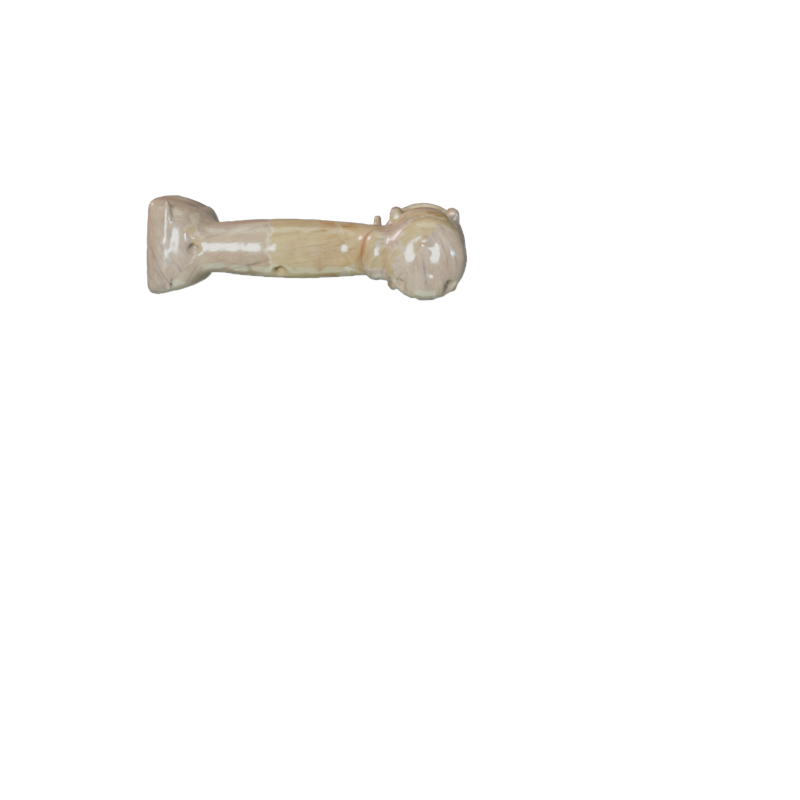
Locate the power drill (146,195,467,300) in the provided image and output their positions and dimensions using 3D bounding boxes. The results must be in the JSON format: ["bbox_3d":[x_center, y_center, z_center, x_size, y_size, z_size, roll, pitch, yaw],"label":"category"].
[{"bbox_3d":[-0.054,-0.098,0.684,0.188,0.056,0.187,0,10,2],"label":"power drill"}]
